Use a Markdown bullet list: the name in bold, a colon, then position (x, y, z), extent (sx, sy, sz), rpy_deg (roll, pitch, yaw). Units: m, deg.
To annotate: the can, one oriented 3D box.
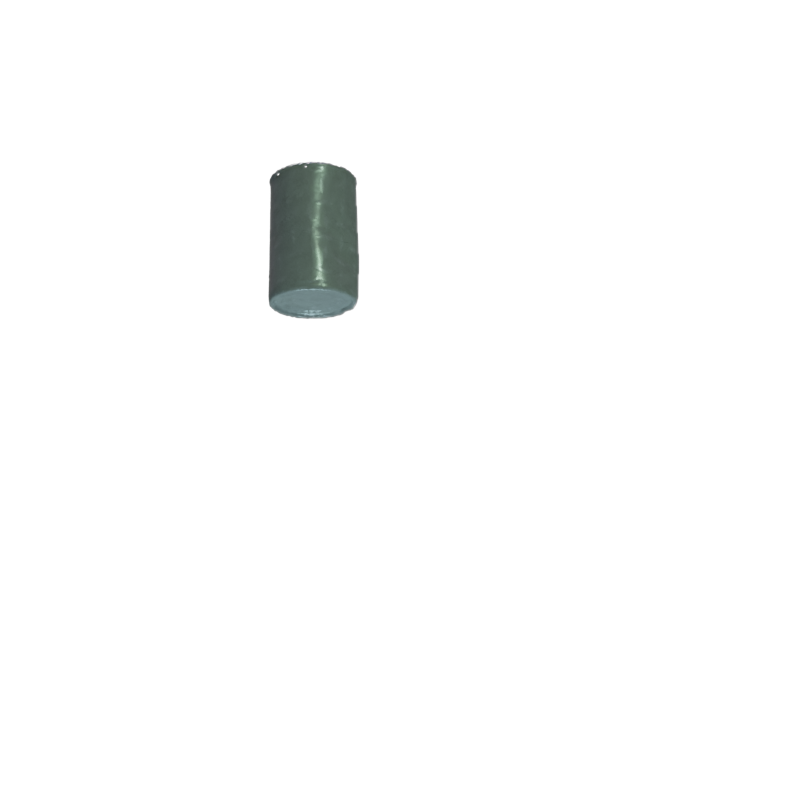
- **can**: position (-0.066, -0.120, 0.841), extent (0.068, 0.107, 0.065), rpy_deg (0, -20, -2)
